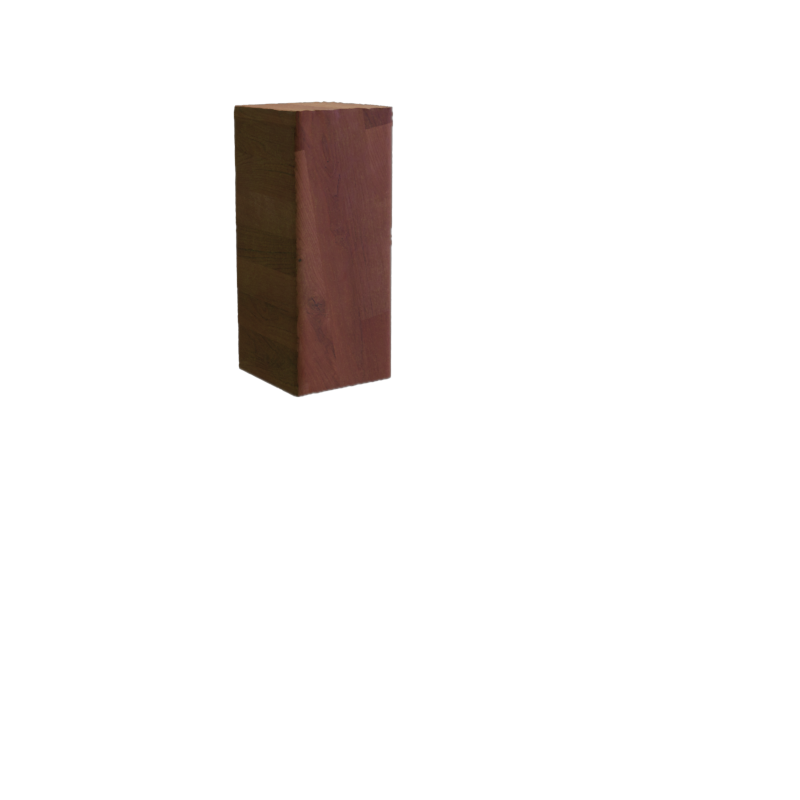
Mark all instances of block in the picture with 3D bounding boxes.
[{"bbox_3d":[-0.066,-0.120,0.840,0.088,0.201,0.096,-8,15,-35],"label":"block"}]
